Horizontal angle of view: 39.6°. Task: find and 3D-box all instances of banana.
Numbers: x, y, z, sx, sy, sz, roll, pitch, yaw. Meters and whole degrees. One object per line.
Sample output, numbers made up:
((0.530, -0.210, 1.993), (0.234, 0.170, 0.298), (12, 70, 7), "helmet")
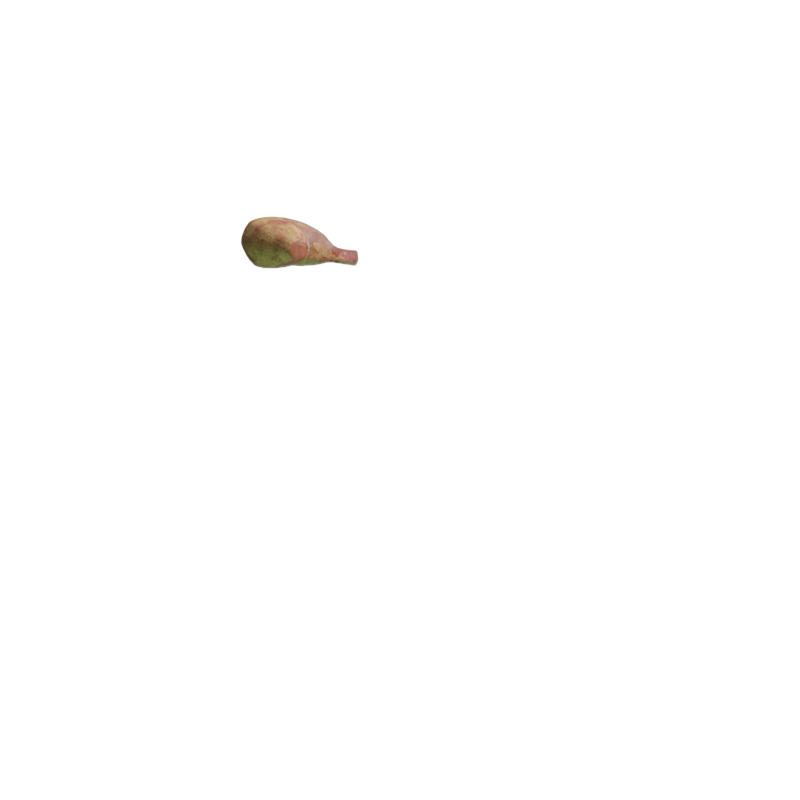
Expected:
((-0.080, -0.114, 0.801), (0.070, 0.036, 0.197), (1, 7, 9), "banana")
